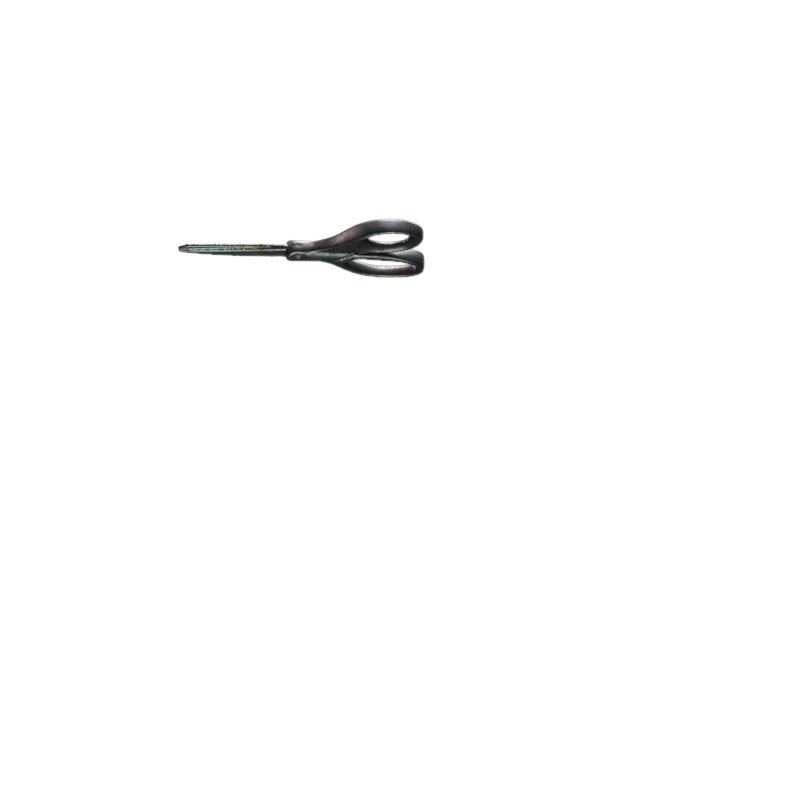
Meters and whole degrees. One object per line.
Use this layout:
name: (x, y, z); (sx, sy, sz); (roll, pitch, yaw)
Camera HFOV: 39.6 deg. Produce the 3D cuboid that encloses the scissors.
scissors: (-0.070, -0.127, 0.888); (0.197, 0.017, 0.094); (6, -21, -17)
